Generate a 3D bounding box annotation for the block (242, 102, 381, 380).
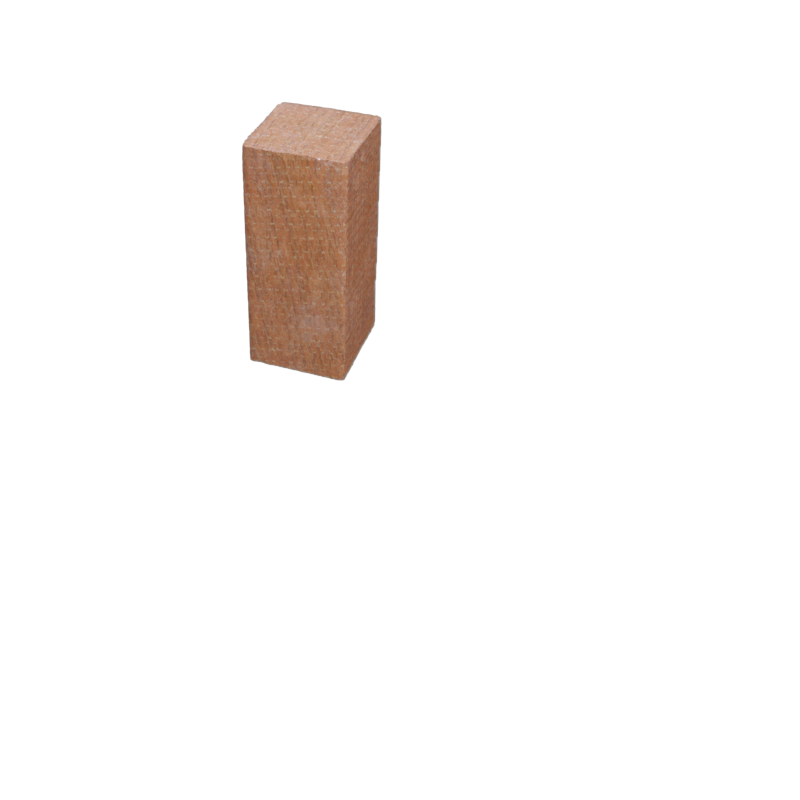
[{"bbox_3d":[-0.073,-0.132,0.925,0.092,0.193,0.094,12,36,13],"label":"block"}]
